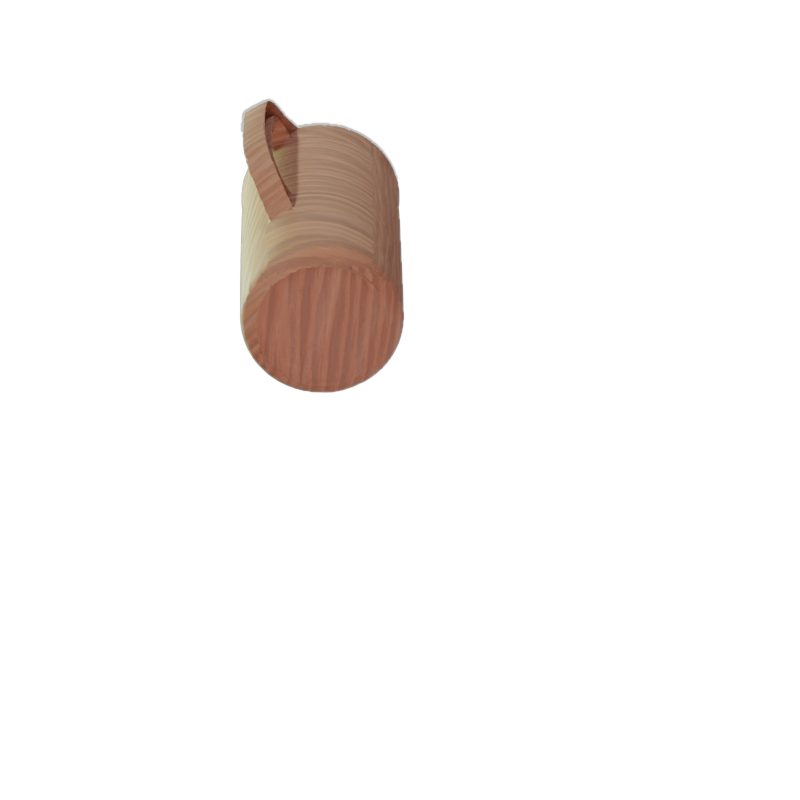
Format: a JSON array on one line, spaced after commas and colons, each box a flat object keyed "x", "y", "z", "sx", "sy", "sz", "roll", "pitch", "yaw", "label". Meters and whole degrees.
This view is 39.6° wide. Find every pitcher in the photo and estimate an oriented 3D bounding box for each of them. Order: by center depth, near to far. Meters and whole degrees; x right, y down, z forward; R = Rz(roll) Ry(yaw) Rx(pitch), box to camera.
[{"x": -0.065, "y": -0.118, "z": 0.825, "sx": 0.147, "sy": 0.139, "sz": 0.257, "roll": 15, "pitch": 26, "yaw": -11, "label": "pitcher"}]
